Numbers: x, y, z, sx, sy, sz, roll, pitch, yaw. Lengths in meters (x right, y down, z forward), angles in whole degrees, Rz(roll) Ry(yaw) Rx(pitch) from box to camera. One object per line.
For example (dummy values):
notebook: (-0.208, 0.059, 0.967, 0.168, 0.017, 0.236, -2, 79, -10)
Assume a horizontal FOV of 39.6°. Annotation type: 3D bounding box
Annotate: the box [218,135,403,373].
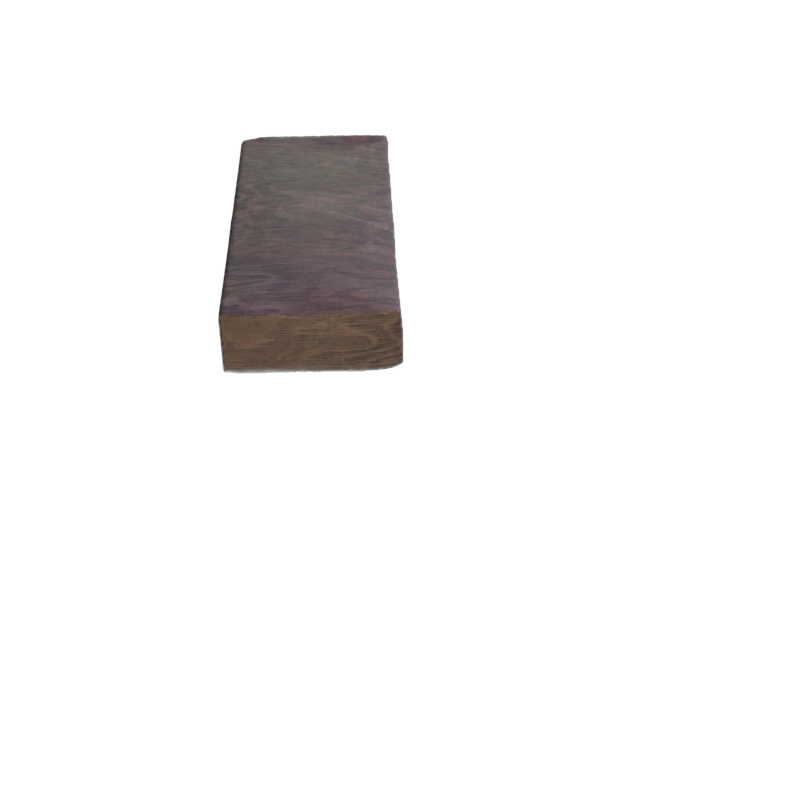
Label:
box: (-0.049, -0.089, 0.624, 0.093, 0.045, 0.189, -2, 42, -1)
